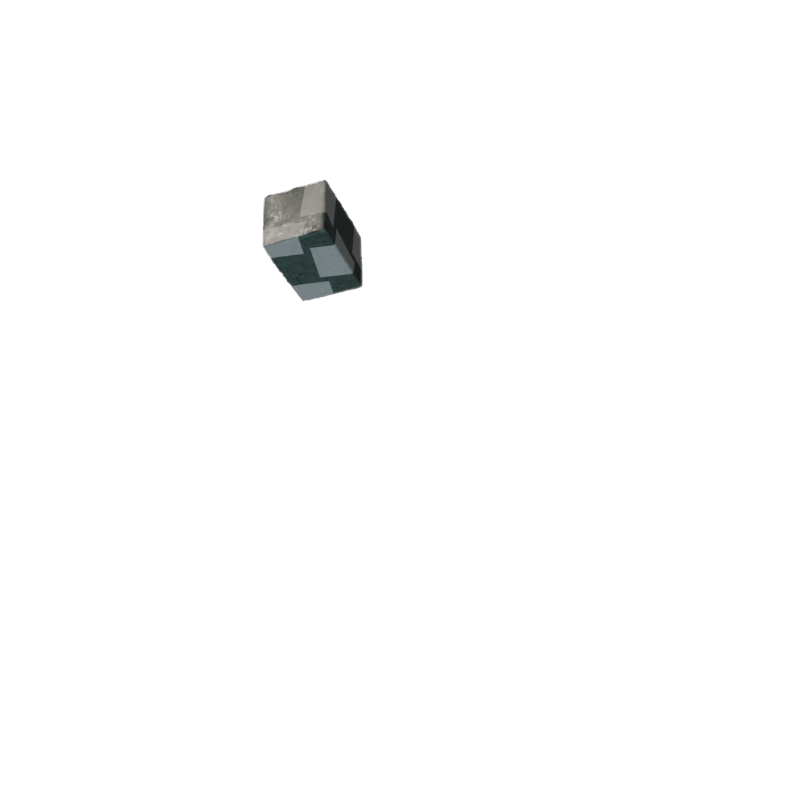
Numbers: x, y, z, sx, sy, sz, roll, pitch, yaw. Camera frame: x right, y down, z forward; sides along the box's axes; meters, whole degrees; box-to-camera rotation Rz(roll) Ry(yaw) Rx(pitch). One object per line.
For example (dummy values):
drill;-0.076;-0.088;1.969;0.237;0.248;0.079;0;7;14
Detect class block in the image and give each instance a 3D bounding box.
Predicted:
block;-0.066;-0.121;0.849;0.053;0.055;0.072;-13;-36;16
